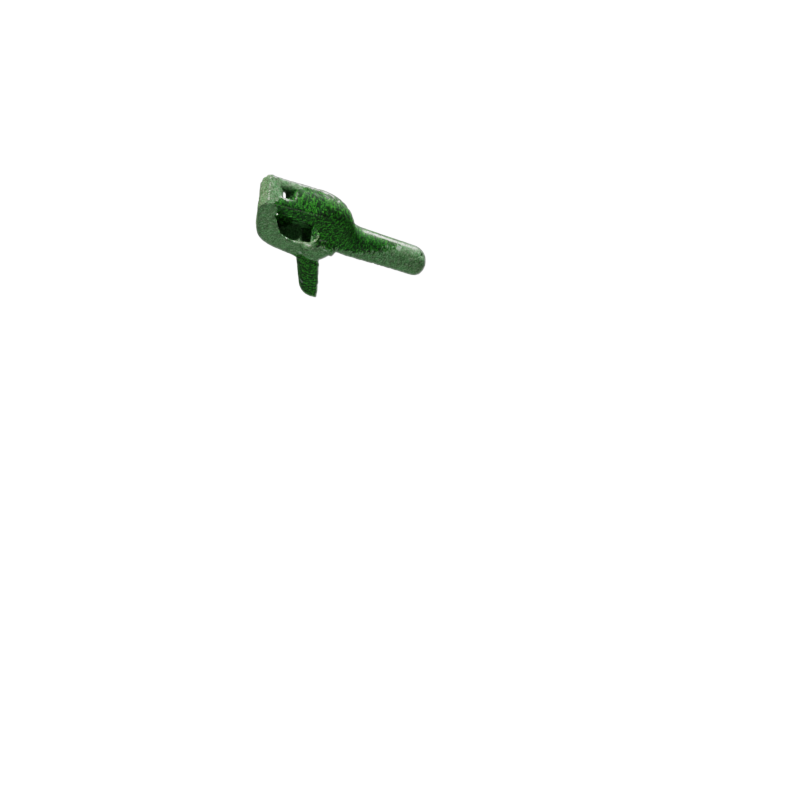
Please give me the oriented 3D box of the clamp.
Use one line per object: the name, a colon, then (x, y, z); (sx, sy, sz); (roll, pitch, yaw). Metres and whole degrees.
clamp: (-0.072, -0.132, 0.923); (0.121, 0.042, 0.160); (-21, -35, 33)
